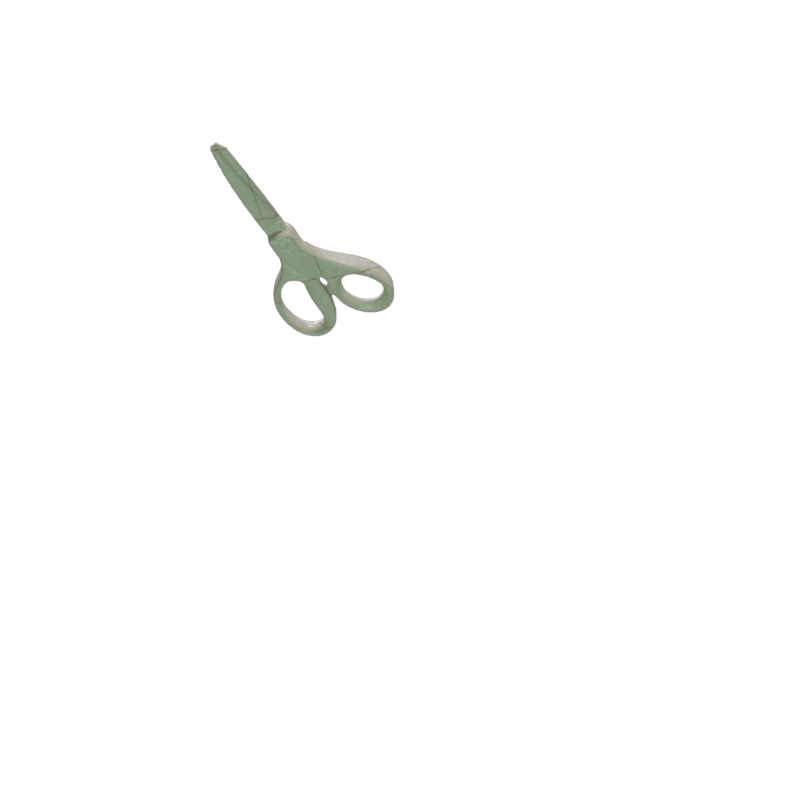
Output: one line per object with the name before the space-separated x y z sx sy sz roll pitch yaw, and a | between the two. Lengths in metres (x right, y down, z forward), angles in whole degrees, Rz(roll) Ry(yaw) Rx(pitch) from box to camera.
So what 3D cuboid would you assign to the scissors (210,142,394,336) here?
scissors | -0.059 -0.107 0.750 0.097 0.017 0.187 -4 -35 6
